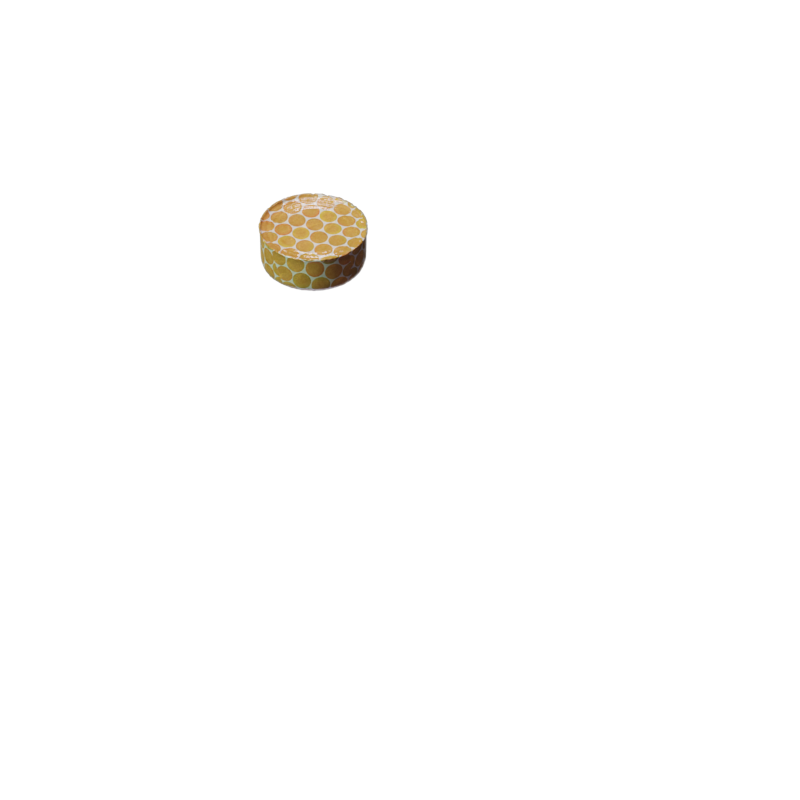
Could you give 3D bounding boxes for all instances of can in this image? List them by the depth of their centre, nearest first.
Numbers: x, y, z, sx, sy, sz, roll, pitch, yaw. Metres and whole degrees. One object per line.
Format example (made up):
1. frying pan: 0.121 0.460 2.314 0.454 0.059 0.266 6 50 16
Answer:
1. can: -0.069 -0.125 0.878 0.086 0.031 0.092 -1 43 -2
